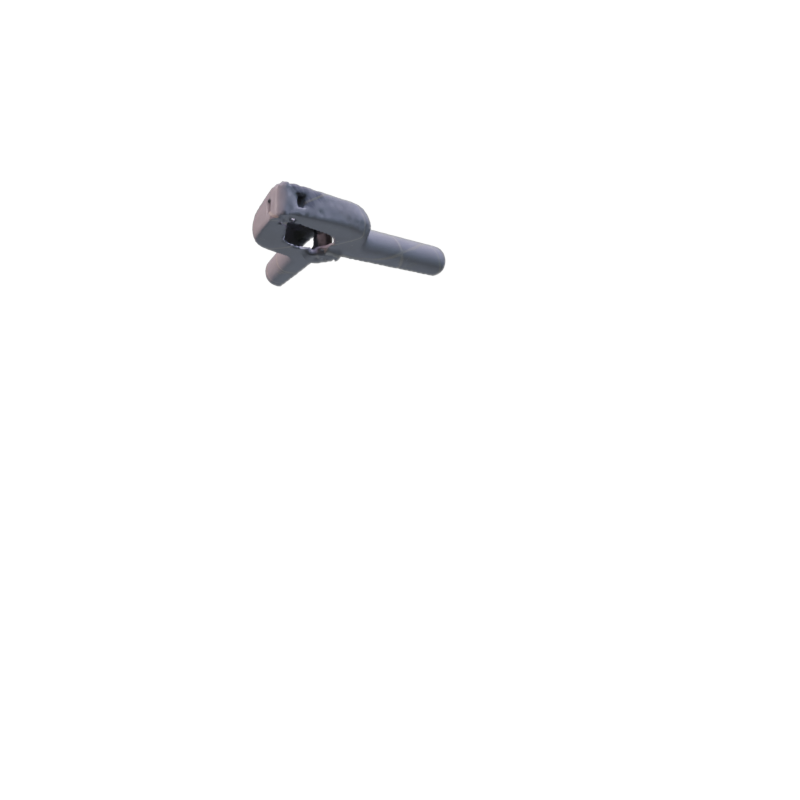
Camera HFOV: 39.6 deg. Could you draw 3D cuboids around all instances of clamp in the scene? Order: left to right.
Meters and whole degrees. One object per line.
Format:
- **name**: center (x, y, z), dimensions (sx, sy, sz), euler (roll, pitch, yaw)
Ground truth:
- **clamp**: center (-0.072, -0.131, 0.916), dimensions (0.168, 0.038, 0.198), euler (-4, -11, 23)
